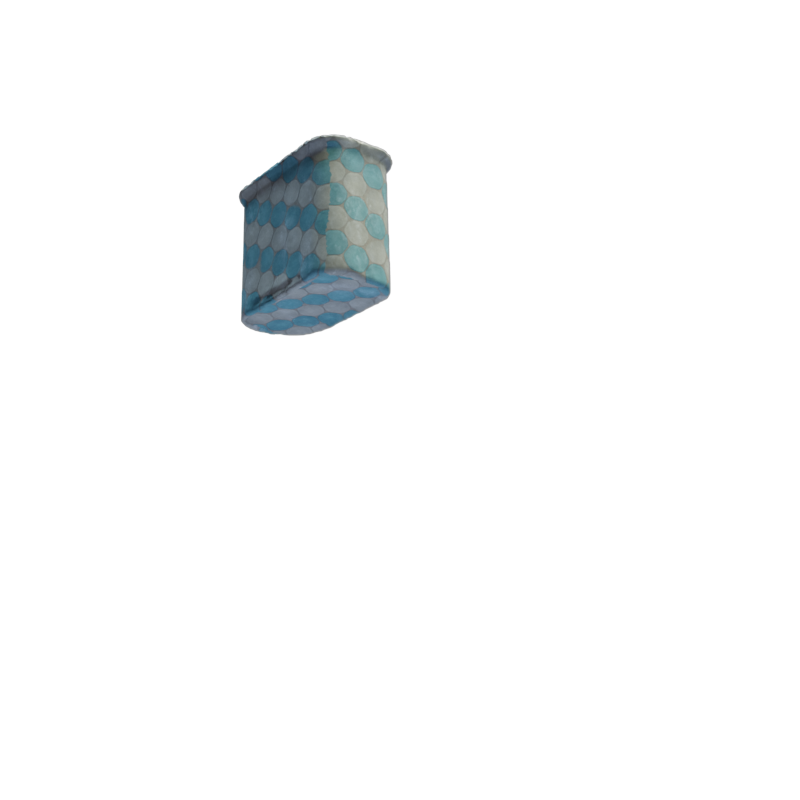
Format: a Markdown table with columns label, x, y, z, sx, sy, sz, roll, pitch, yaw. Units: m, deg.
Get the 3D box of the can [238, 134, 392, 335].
| label | x | y | z | sx | sy | sz | roll | pitch | yaw |
| --- | --- | --- | --- | --- | --- | --- | --- | --- | --- |
| can | -0.050 | -0.091 | 0.636 | 0.054 | 0.088 | 0.102 | 16 | -27 | -35 |
